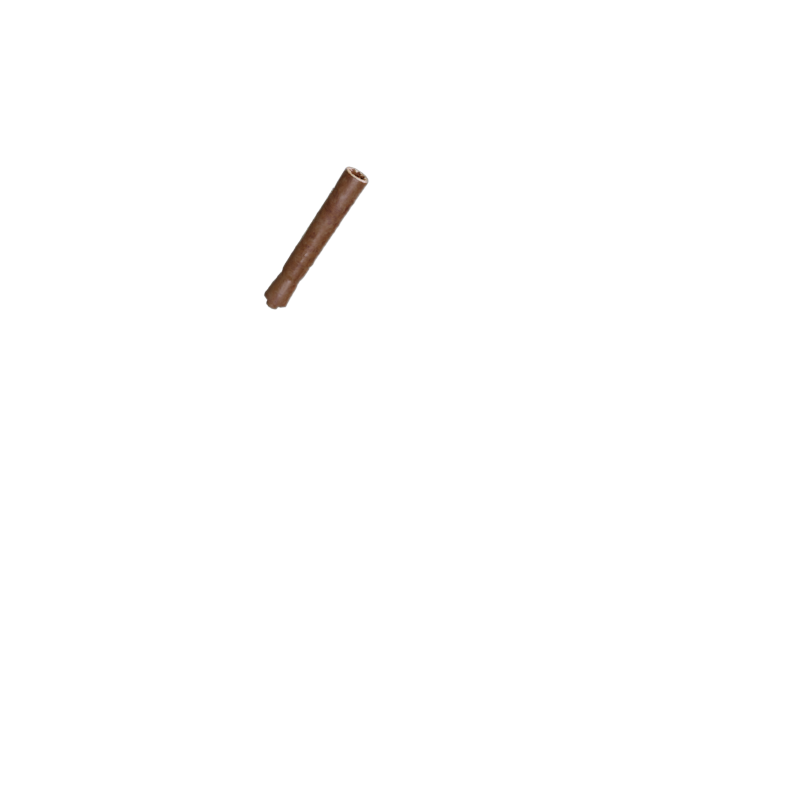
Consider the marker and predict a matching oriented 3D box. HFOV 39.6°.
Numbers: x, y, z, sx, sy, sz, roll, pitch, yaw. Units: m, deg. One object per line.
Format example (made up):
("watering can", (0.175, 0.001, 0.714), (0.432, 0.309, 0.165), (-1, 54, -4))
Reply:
("marker", (-0.062, -0.113, 0.789), (0.019, 0.118, 0.021), (29, 24, -17))
